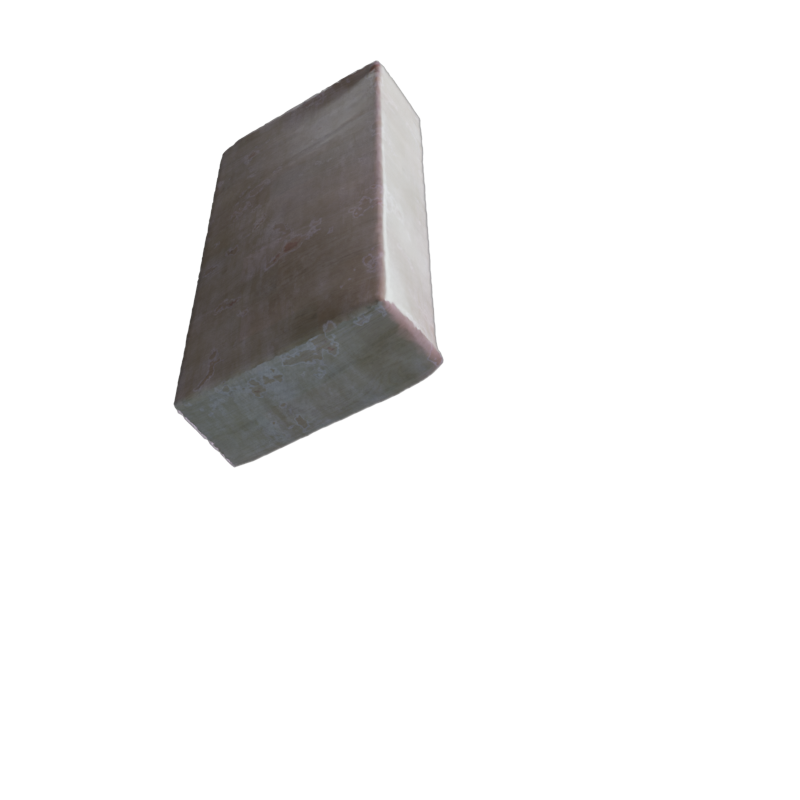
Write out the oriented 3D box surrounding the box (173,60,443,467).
[{"bbox_3d":[-0.036,-0.065,0.457,0.093,0.189,0.045,-26,-51,19],"label":"box"}]
